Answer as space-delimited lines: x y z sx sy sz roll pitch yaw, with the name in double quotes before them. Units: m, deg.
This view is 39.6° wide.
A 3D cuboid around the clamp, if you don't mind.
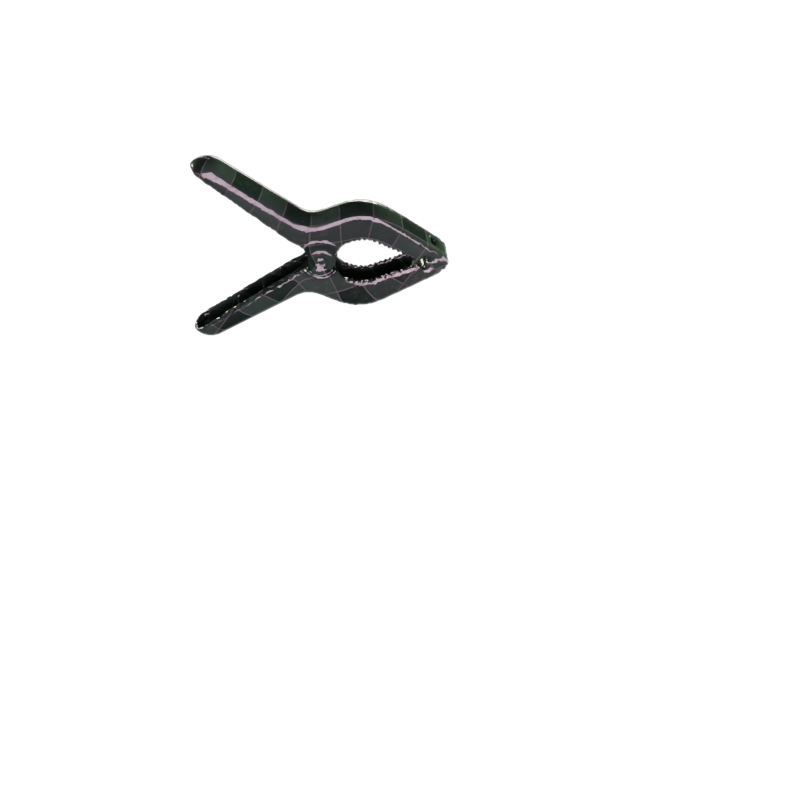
"clamp" -0.069 -0.125 0.876 0.210 0.153 0.039 -3 37 2
